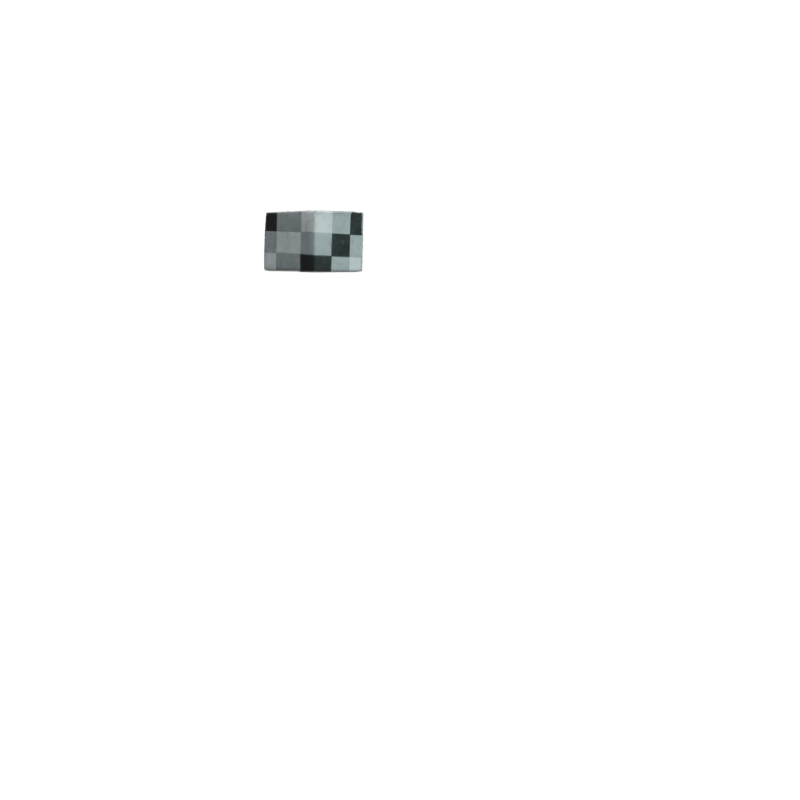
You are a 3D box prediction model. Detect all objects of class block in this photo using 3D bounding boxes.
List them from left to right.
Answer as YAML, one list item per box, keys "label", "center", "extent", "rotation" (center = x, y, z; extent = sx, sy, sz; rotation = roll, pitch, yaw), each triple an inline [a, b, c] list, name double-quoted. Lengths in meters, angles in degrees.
- label: "block"
  center: [-0.074, -0.135, 0.948]
  extent: [0.051, 0.051, 0.081]
  rotation: [-3, 6, -38]
